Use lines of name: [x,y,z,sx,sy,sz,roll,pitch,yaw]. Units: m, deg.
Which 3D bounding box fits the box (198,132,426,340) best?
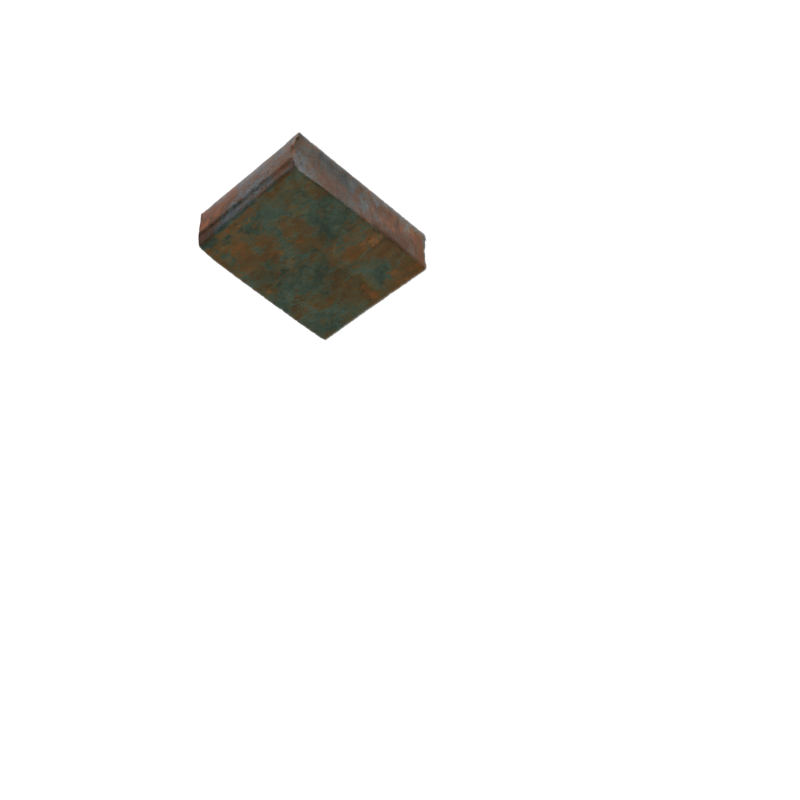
box: [-0.053,-0.096,0.676,0.089,0.042,0.107,-35,-55,29]
